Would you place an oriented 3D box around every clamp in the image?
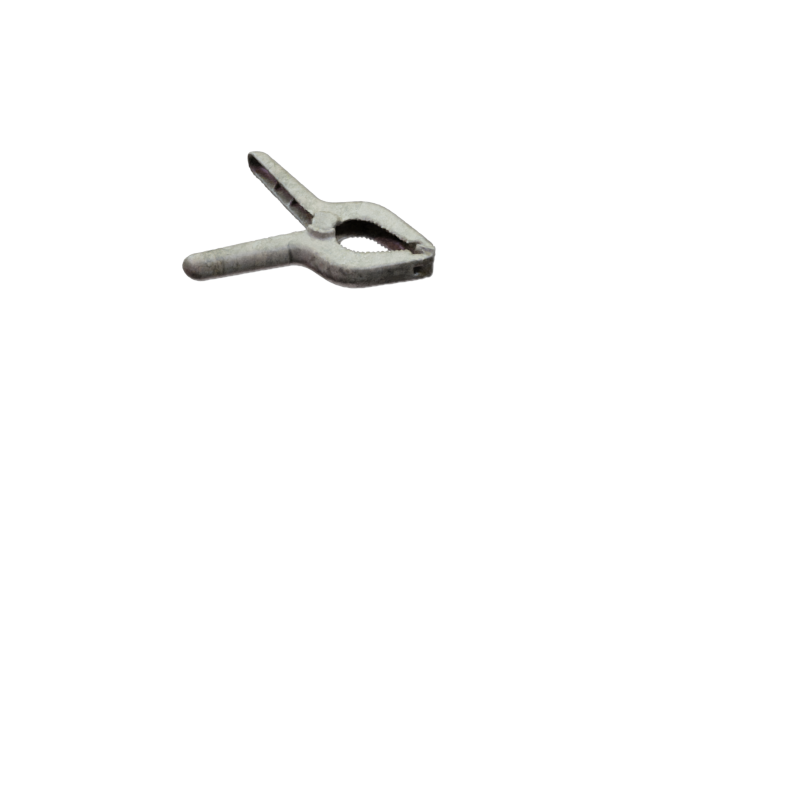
[{"bbox_3d":[-0.076,-0.139,0.970,0.217,0.171,0.034,19,-38,16],"label":"clamp"}]
